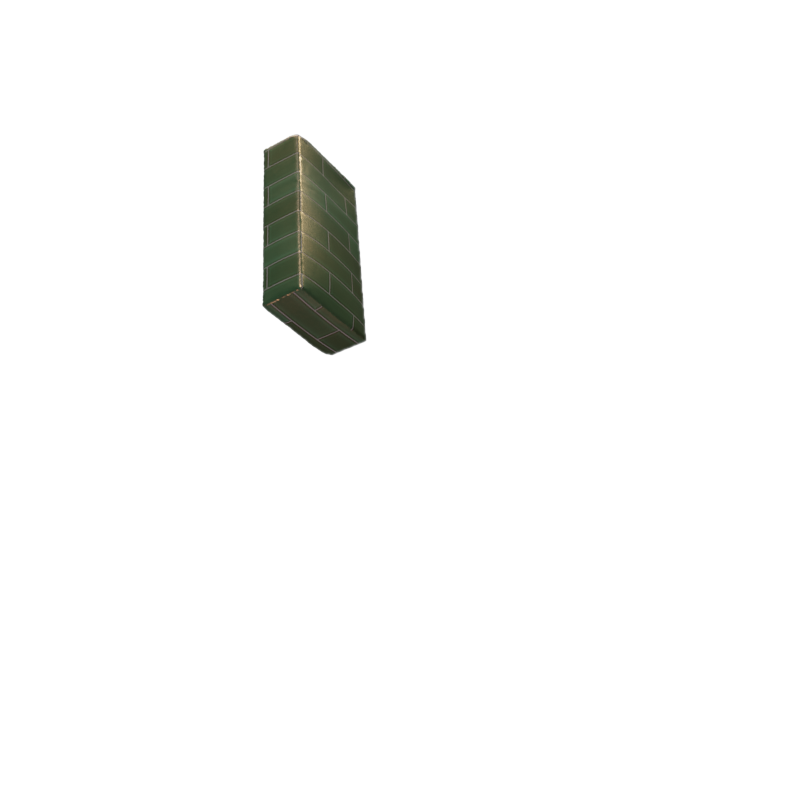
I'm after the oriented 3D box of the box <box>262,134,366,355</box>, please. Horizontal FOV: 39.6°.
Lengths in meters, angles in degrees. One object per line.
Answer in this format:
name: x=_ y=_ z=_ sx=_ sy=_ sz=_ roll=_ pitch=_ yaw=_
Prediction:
box: x=-0.073 y=-0.134 z=0.940 sx=0.048 sy=0.189 sz=0.087 roll=-24 pitch=-41 yaw=26
